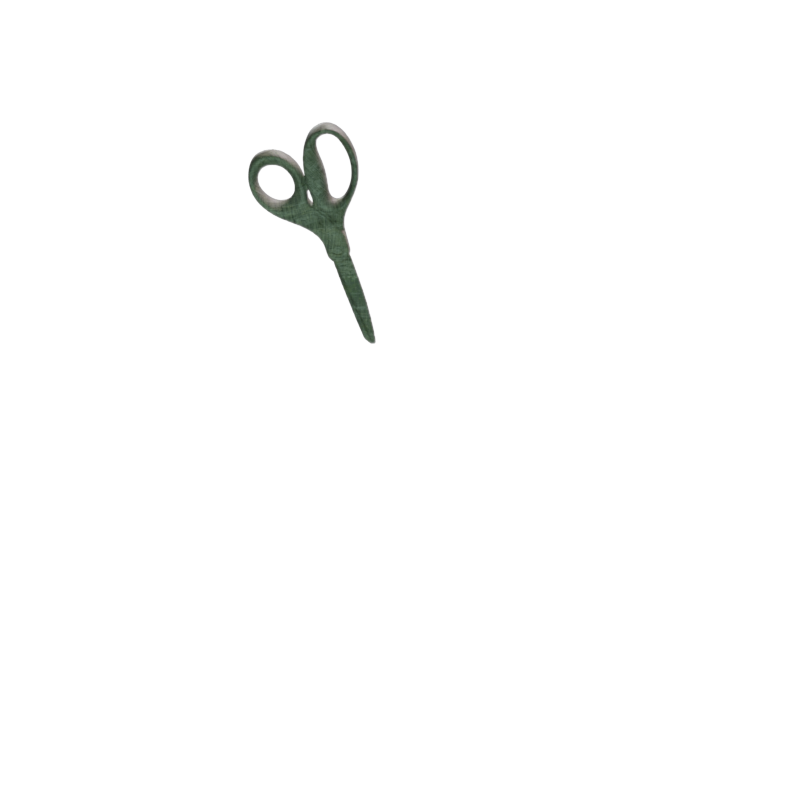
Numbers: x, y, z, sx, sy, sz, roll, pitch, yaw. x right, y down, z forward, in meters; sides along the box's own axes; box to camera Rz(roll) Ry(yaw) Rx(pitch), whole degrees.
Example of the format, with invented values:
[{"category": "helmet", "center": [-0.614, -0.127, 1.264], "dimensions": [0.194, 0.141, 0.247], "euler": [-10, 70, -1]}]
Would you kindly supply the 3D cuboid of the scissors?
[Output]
[{"category": "scissors", "center": [-0.070, -0.128, 0.899], "dimensions": [0.096, 0.190, 0.017], "euler": [-1, 29, 1]}]
